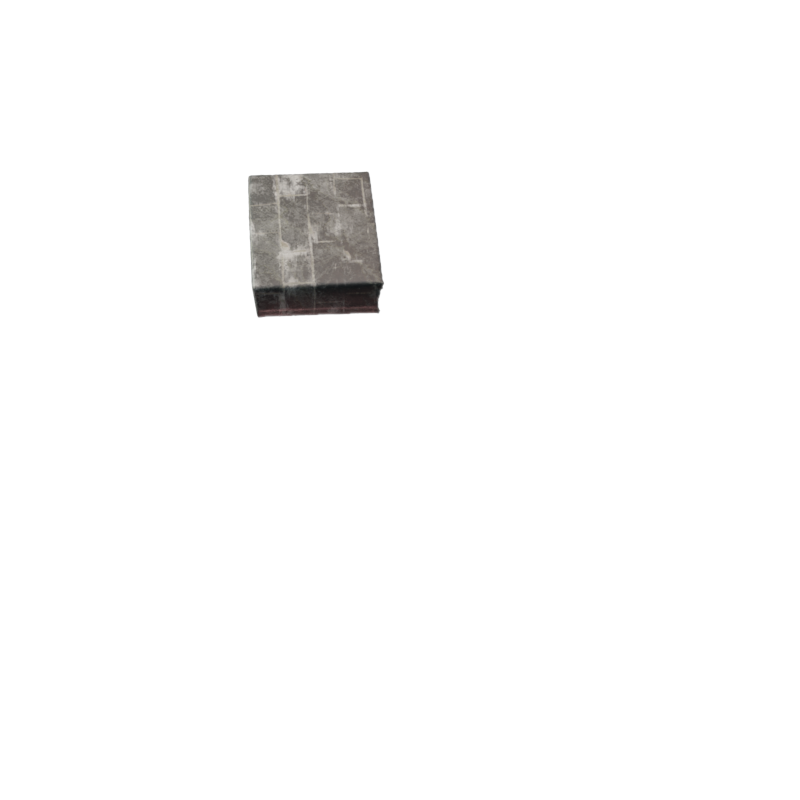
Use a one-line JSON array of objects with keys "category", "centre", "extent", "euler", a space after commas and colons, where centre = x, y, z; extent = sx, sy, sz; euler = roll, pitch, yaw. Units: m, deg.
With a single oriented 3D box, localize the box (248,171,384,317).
[{"category": "box", "centre": [-0.062, -0.113, 0.791], "extent": [0.089, 0.122, 0.036], "euler": [-4, -37, -4]}]
